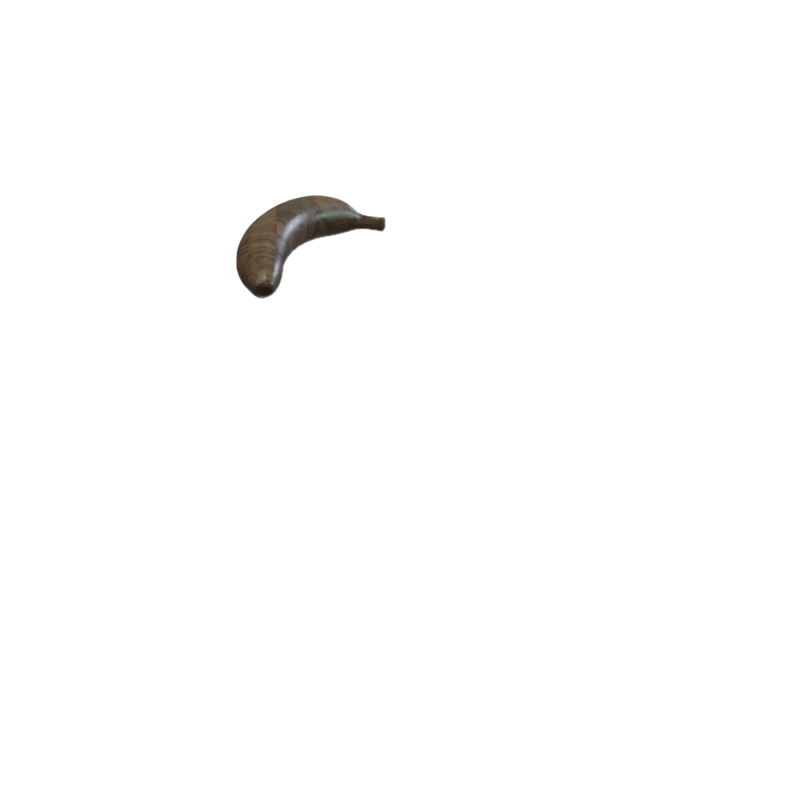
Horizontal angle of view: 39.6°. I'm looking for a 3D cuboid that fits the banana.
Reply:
[{"bbox_3d":[-0.081,-0.125,0.848,0.072,0.035,0.200,11,28,22],"label":"banana"}]
